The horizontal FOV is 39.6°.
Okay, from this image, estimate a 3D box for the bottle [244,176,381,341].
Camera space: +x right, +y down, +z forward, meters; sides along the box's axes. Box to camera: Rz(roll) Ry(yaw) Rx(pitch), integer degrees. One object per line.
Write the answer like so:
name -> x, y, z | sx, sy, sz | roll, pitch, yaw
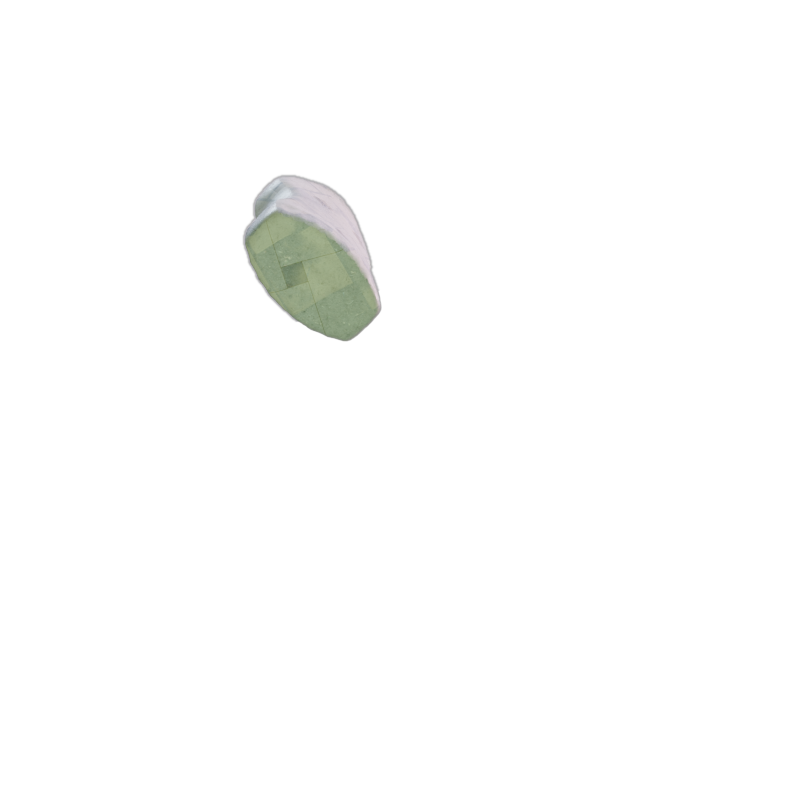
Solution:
bottle -> -0.060, -0.111, 0.772 | 0.093, 0.058, 0.200 | 41, 13, -16
